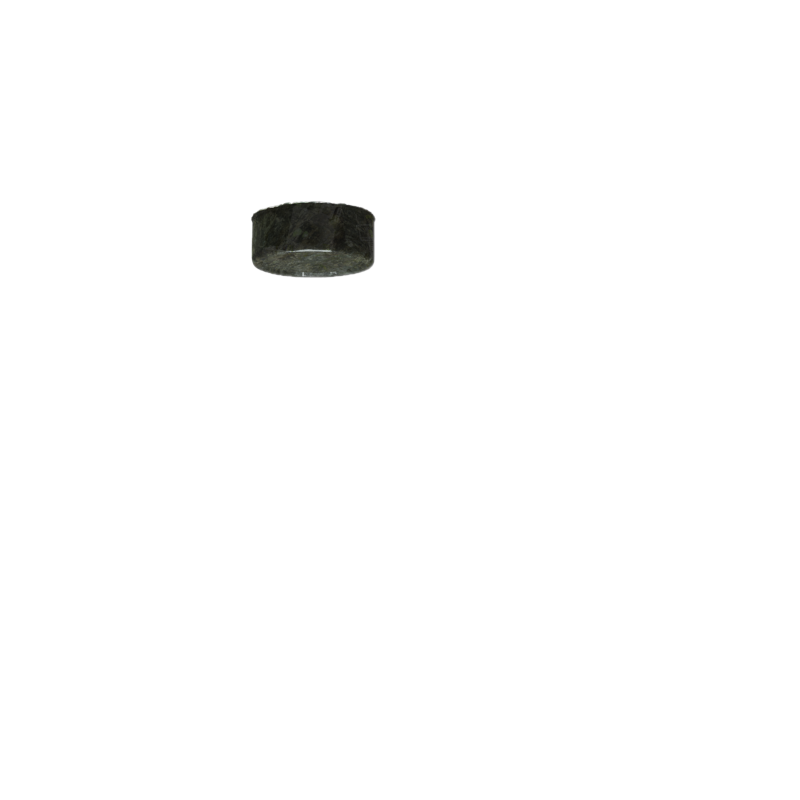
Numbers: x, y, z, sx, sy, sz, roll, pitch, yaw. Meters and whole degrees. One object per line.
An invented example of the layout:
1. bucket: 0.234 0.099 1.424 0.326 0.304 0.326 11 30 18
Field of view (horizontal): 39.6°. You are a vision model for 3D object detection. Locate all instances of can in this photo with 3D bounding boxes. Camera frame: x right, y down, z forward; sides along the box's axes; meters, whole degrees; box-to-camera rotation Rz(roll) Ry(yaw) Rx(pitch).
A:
1. can: -0.059 -0.108 0.760 0.086 0.034 0.084 0 -7 -2
